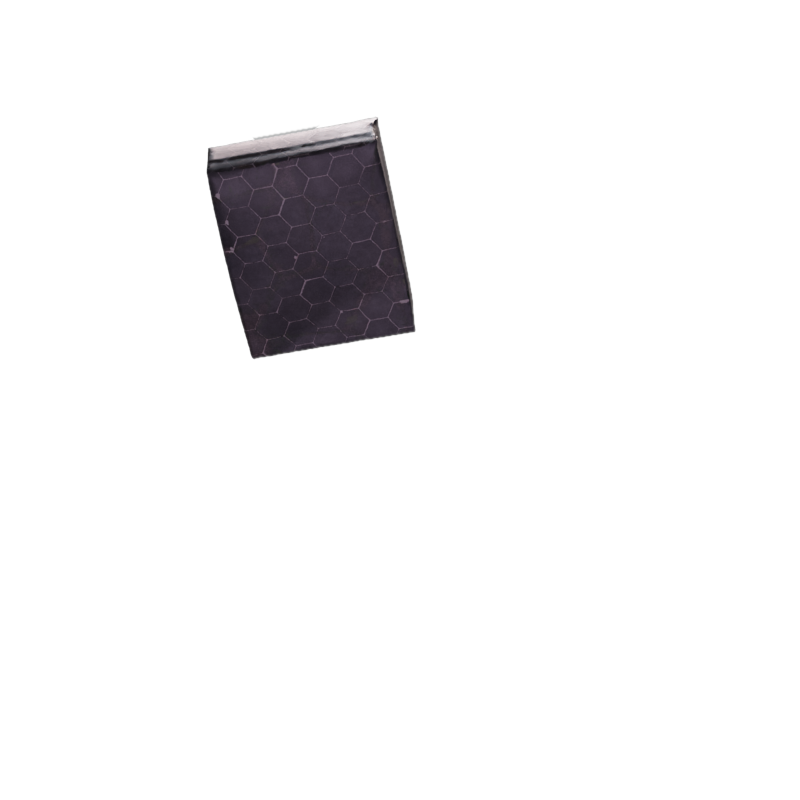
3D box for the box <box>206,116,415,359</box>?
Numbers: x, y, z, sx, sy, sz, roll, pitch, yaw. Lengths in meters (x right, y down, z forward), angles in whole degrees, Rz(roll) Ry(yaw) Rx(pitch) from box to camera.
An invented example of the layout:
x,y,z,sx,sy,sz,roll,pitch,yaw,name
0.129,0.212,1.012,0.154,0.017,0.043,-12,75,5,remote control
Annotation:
x,y,z,sx,sy,sz,roll,pitch,yaw,name
-0.045,-0.082,0.572,0.090,0.106,0.041,-9,29,5,box
